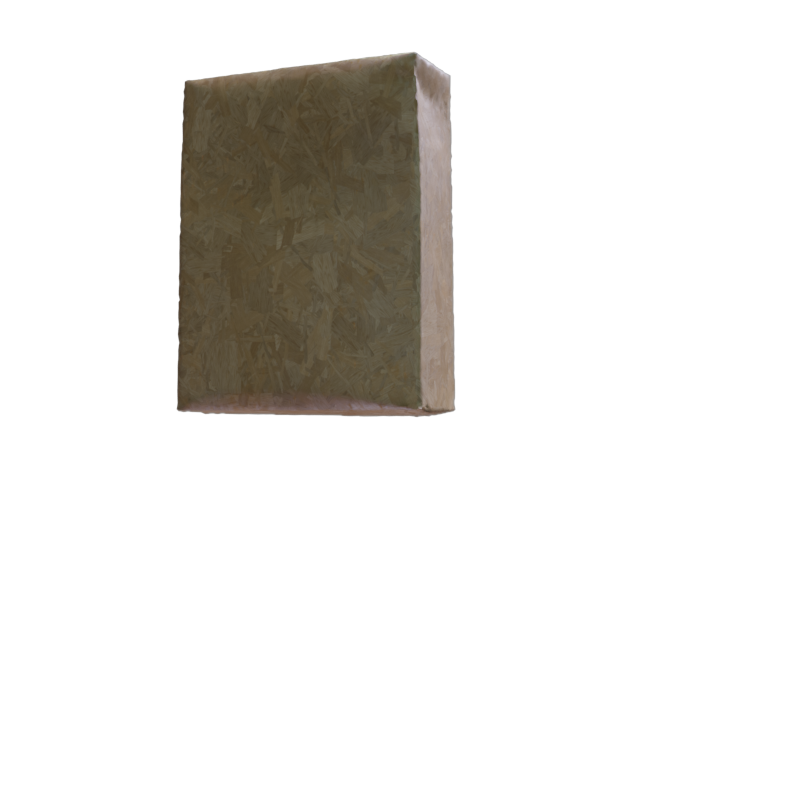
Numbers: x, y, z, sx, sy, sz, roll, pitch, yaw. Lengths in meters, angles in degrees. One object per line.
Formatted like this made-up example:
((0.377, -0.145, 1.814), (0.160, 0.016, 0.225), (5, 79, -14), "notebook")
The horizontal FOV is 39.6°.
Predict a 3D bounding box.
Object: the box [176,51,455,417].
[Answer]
((-0.054, -0.099, 0.692), (0.168, 0.217, 0.069), (-2, -6, 23), "box")
